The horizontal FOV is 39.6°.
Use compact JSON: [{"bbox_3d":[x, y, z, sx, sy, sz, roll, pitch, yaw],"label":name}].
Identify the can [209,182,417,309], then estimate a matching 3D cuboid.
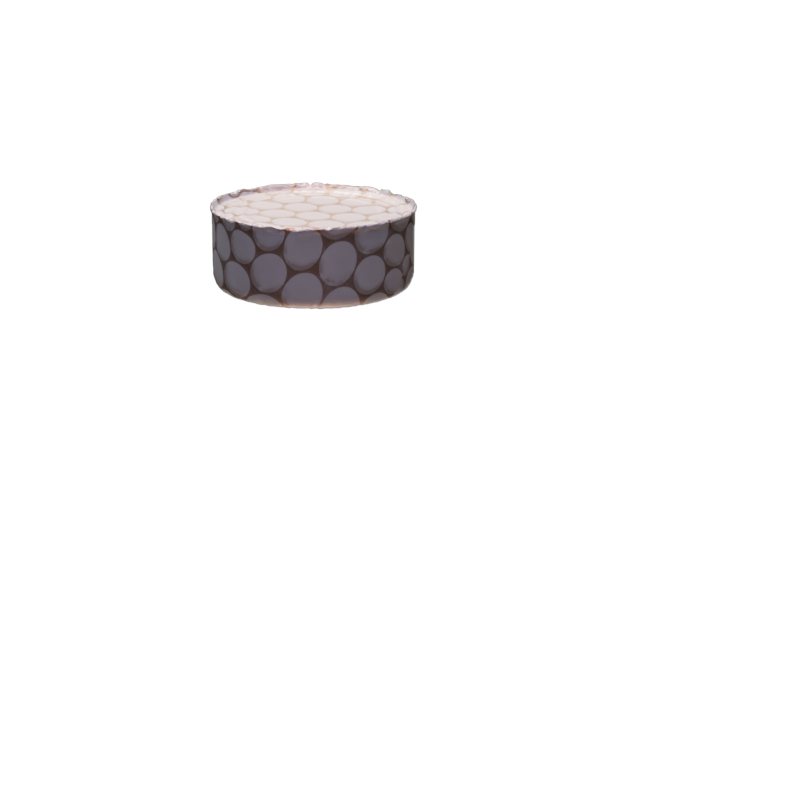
[{"bbox_3d":[-0.036,-0.066,0.463,0.086,0.032,0.090,-1,21,-2],"label":"can"}]
